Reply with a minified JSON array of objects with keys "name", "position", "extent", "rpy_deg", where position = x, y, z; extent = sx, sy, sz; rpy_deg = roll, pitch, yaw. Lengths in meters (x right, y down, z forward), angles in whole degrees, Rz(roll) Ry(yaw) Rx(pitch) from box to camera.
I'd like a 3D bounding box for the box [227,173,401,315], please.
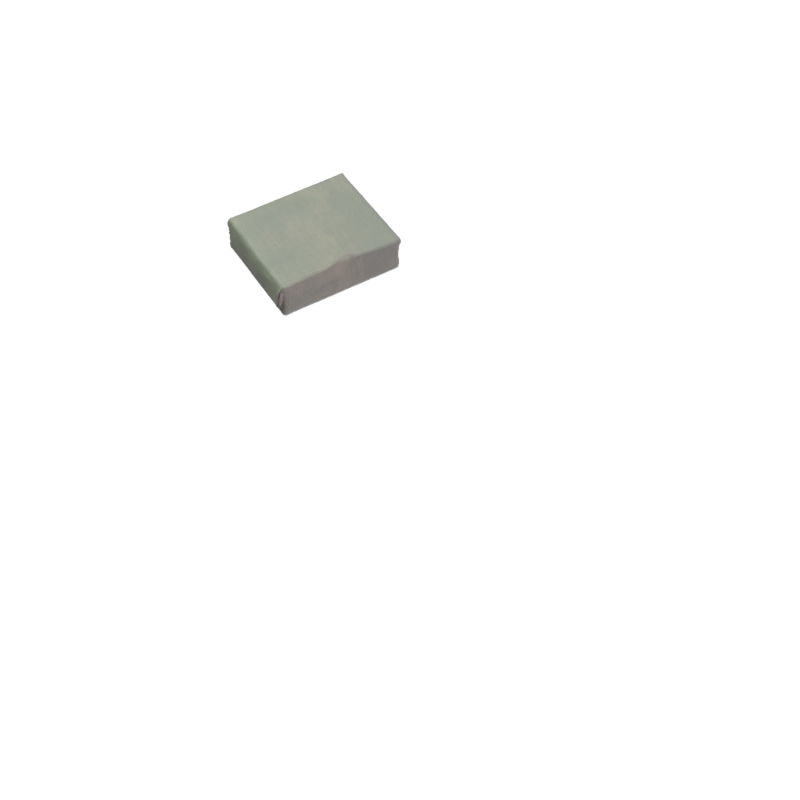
[{"name":"box","position":[-0.056,-0.102,0.714],"extent":[0.089,0.028,0.079],"rpy_deg":[-25,53,-20]}]
